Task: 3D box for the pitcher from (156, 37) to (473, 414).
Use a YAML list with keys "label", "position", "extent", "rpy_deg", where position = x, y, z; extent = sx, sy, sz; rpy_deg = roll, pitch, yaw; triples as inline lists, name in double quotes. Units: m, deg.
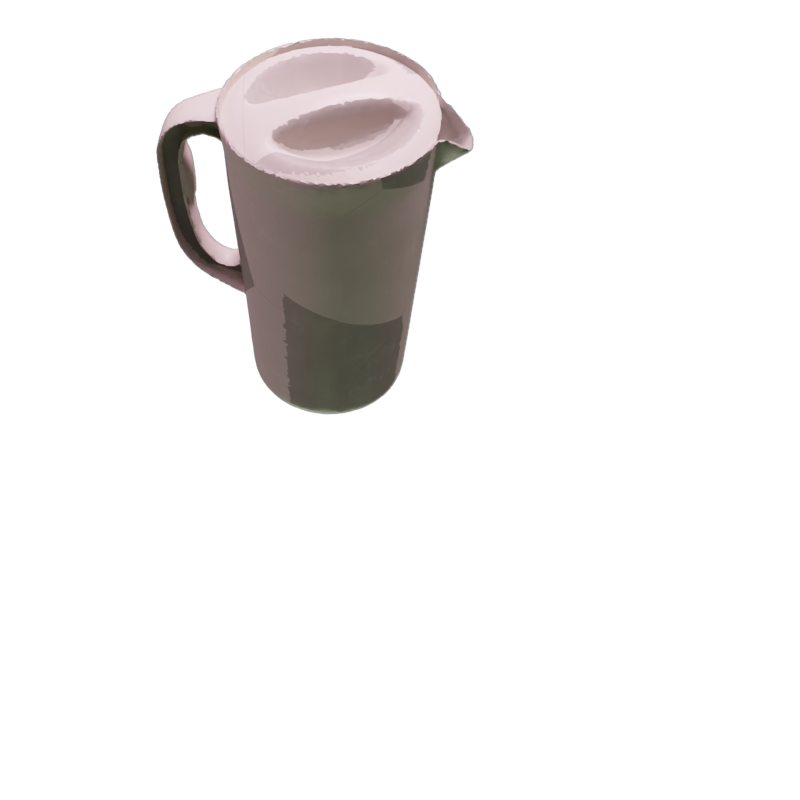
- label: "pitcher"
  position: [-0.056, -0.103, 0.720]
  extent: [0.145, 0.226, 0.159]
  rpy_deg: [-32, 58, -26]
